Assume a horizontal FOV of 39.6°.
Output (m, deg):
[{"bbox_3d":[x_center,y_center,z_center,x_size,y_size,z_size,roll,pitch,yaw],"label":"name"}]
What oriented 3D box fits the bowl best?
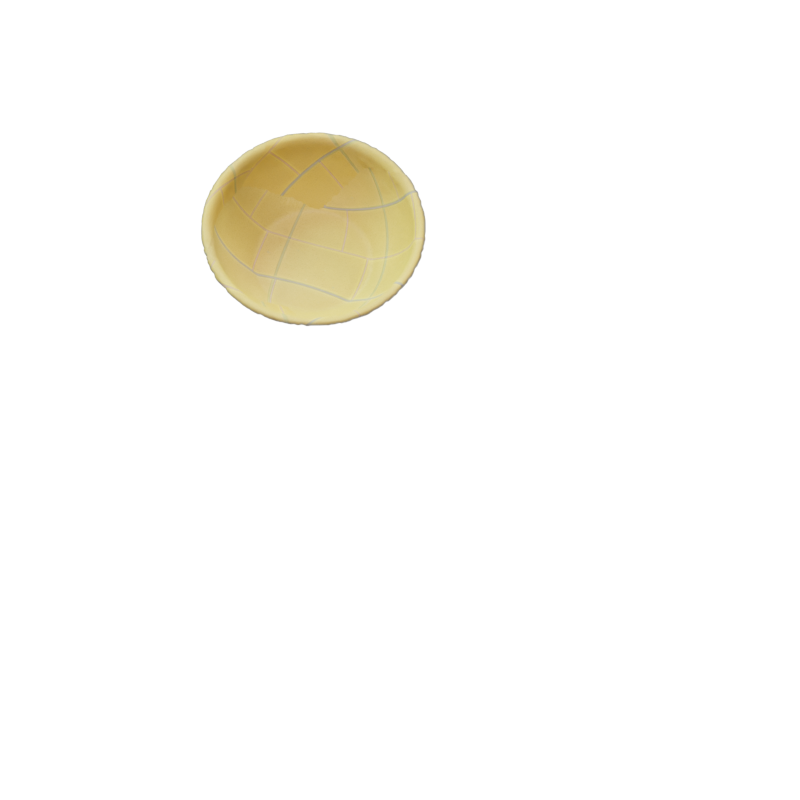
[{"bbox_3d":[-0.064,-0.117,0.819,0.162,0.172,0.052,-1,-28,-1],"label":"bowl"}]
